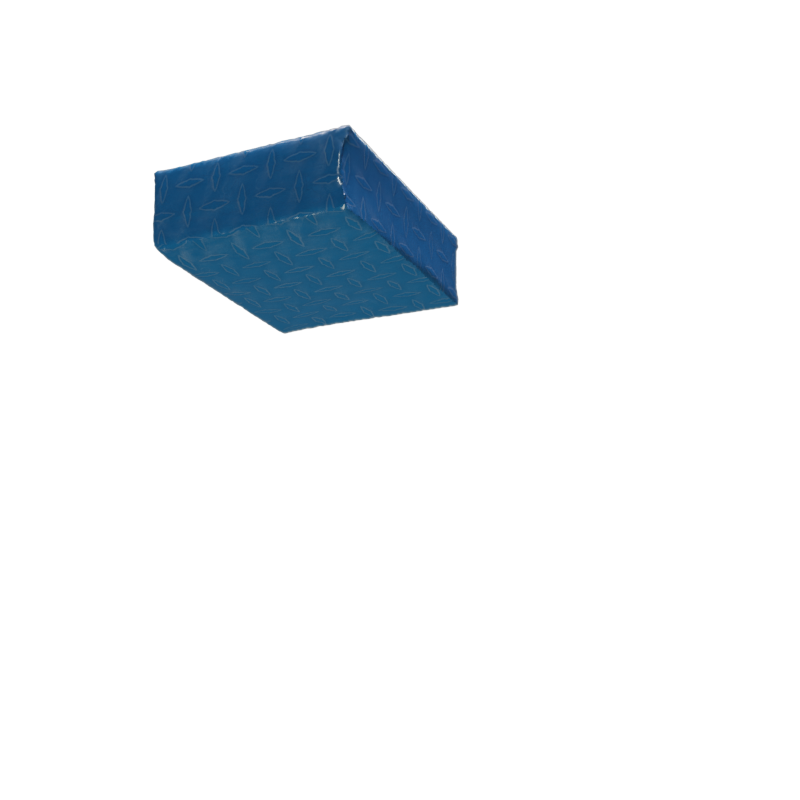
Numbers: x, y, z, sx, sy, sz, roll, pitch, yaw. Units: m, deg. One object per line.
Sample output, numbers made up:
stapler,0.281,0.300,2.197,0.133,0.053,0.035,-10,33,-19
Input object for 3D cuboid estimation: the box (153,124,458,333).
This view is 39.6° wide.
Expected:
box,-0.037,-0.066,0.466,0.092,0.041,0.106,-9,-19,25
